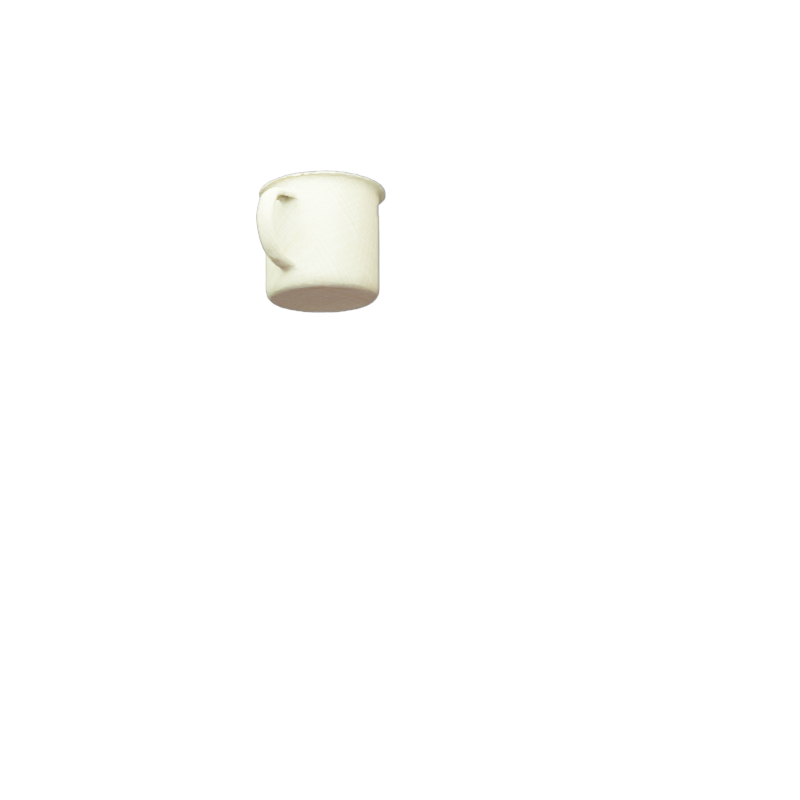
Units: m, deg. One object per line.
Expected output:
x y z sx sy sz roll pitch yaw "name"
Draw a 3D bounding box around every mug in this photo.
-0.062 -0.113 0.791 0.095 0.085 0.110 -9 -16 30 "mug"
